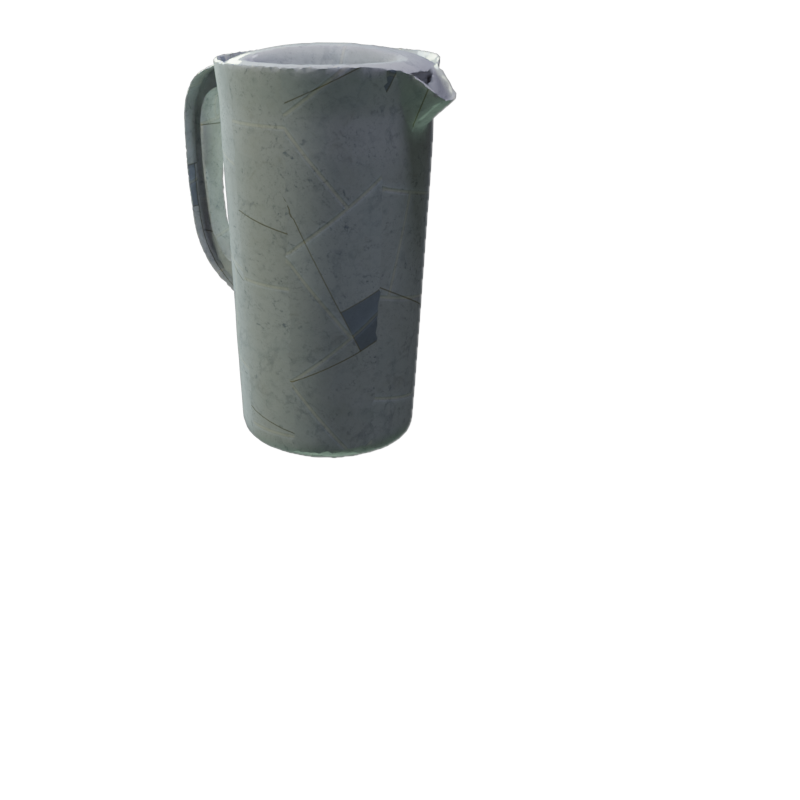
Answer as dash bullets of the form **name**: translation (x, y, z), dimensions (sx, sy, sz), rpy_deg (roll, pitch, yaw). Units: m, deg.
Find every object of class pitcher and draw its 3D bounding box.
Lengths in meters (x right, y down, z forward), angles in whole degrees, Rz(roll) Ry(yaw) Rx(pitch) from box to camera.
- **pitcher**: translation (-0.054, -0.098, 0.684), dimensions (0.143, 0.234, 0.157), rpy_deg (-3, 18, -13)
